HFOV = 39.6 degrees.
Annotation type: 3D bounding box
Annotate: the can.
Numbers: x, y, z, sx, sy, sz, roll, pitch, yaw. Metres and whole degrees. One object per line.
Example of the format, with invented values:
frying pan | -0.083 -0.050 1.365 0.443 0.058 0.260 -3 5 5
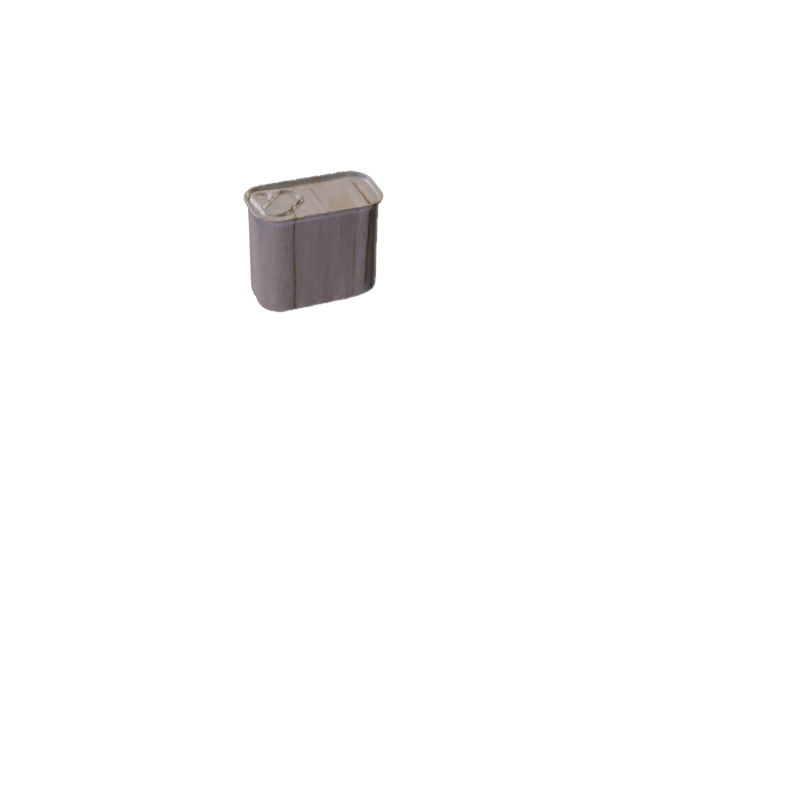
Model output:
can | -0.067 -0.121 0.851 0.100 0.078 0.062 -12 37 -17
